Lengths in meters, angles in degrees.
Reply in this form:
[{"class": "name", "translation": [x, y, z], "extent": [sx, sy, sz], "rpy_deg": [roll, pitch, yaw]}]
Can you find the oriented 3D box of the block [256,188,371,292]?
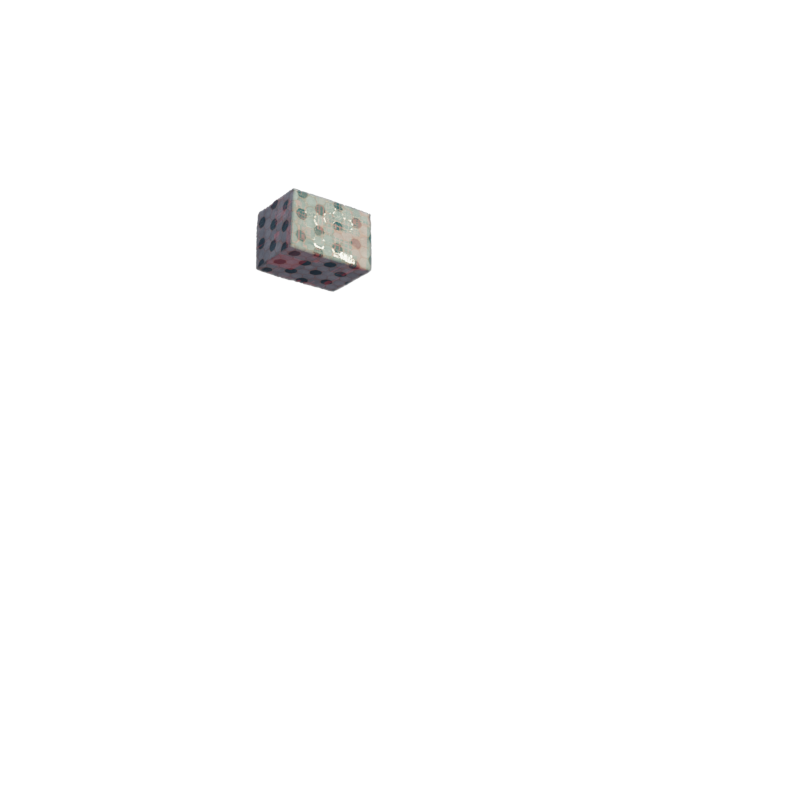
[{"class": "block", "translation": [-0.068, -0.124, 0.872], "extent": [0.074, 0.054, 0.053], "rpy_deg": [15, -27, -34]}]
